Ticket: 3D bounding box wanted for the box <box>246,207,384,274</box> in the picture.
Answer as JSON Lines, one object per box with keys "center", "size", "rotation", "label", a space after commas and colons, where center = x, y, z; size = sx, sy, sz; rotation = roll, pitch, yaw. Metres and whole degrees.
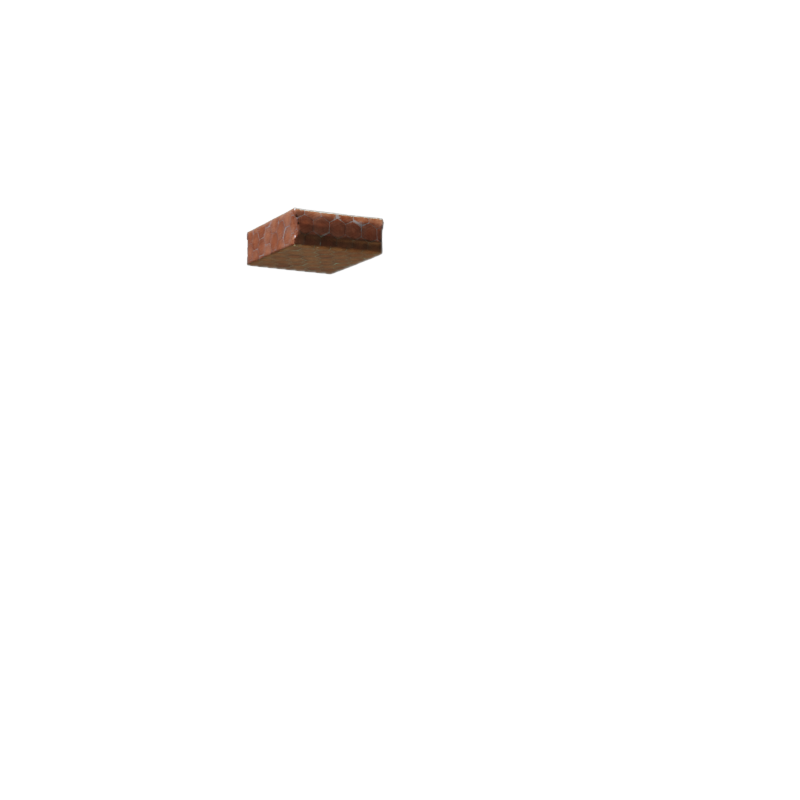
{"center": [-0.064, -0.118, 0.824], "size": [0.070, 0.031, 0.090], "rotation": [3, -7, -28], "label": "box"}
